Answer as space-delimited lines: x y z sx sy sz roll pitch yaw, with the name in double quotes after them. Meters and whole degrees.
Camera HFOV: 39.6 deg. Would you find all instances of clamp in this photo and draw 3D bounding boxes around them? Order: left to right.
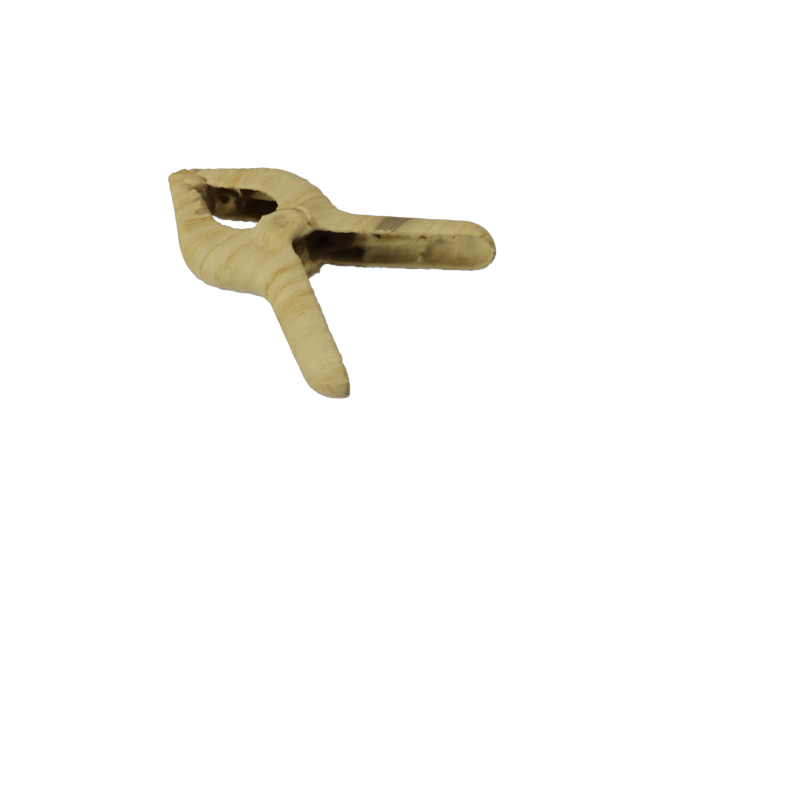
-0.043 -0.078 0.544 0.120 0.037 0.184 -30 50 -29 "clamp"
